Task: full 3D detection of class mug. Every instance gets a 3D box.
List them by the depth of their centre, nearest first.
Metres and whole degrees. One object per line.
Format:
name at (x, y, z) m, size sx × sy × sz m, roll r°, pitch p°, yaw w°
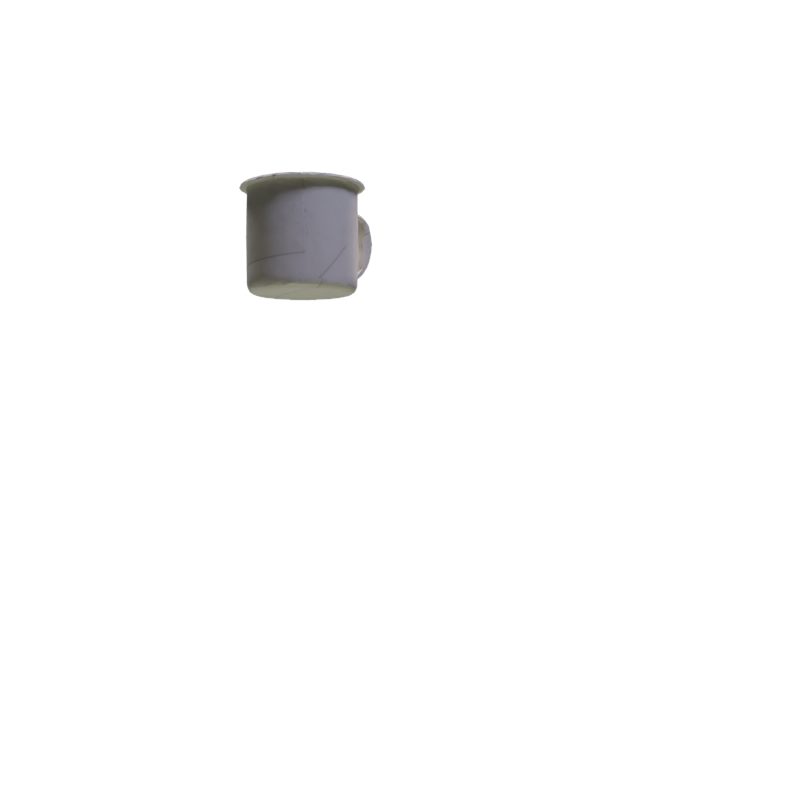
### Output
mug at (-0.065, -0.118, 0.827) m, size 0.096 × 0.083 × 0.112 m, roll -5°, pitch -7°, yaw 41°
